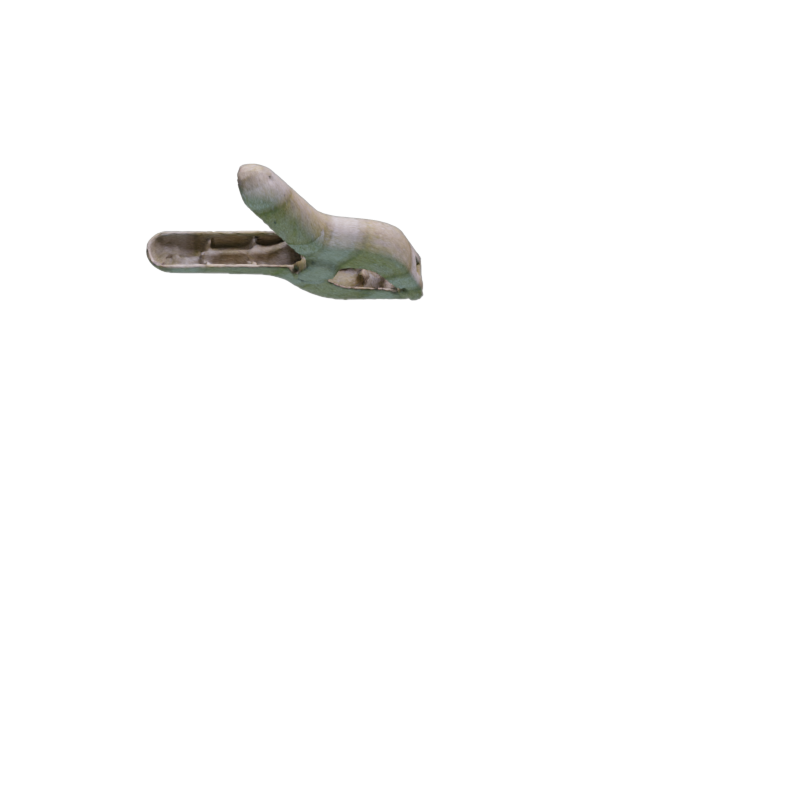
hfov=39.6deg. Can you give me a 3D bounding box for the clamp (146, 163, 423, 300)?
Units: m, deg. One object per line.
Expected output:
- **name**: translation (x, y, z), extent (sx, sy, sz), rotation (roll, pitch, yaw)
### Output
- **clamp**: translation (-0.051, -0.093, 0.650), extent (0.165, 0.041, 0.120), rotation (6, -13, -26)
